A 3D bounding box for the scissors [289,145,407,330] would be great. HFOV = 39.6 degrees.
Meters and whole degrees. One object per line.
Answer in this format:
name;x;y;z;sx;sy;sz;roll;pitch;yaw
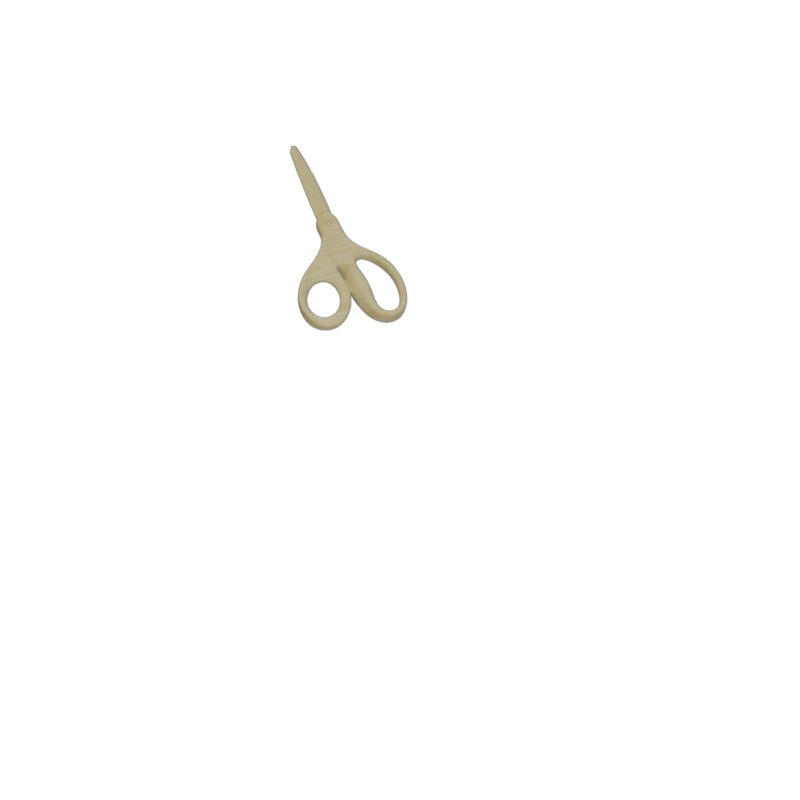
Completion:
scissors;-0.073;-0.133;0.931;0.096;0.216;0.015;-29;-30;-19
